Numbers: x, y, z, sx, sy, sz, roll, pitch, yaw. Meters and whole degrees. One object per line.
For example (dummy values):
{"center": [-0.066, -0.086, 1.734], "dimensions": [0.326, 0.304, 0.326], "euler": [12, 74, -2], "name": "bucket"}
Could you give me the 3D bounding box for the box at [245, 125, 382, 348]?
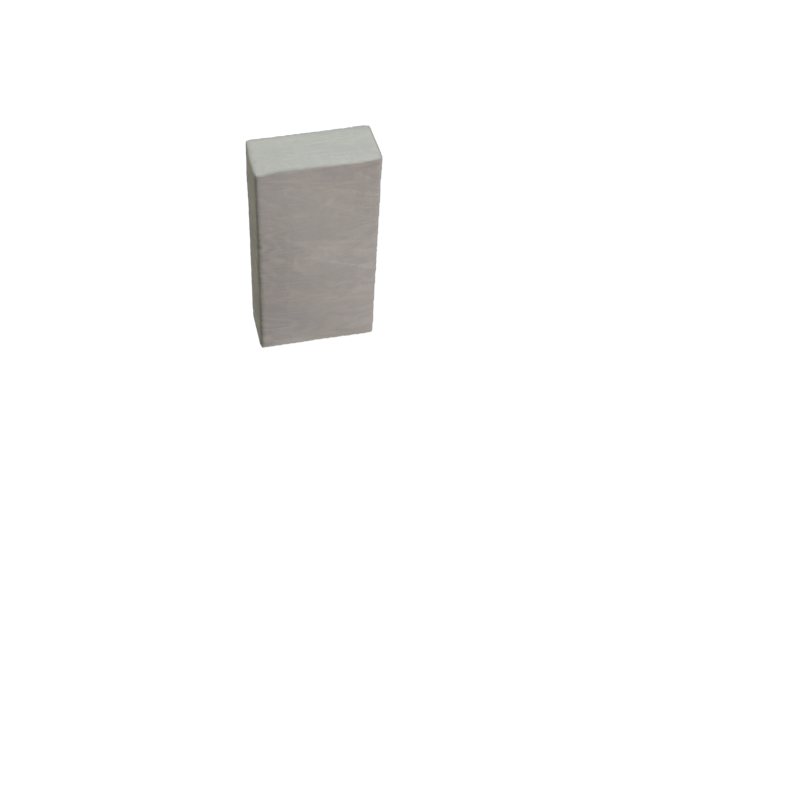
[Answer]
{"center": [-0.065, -0.118, 0.826], "dimensions": [0.092, 0.052, 0.164], "euler": [-8, -40, -11], "name": "box"}
